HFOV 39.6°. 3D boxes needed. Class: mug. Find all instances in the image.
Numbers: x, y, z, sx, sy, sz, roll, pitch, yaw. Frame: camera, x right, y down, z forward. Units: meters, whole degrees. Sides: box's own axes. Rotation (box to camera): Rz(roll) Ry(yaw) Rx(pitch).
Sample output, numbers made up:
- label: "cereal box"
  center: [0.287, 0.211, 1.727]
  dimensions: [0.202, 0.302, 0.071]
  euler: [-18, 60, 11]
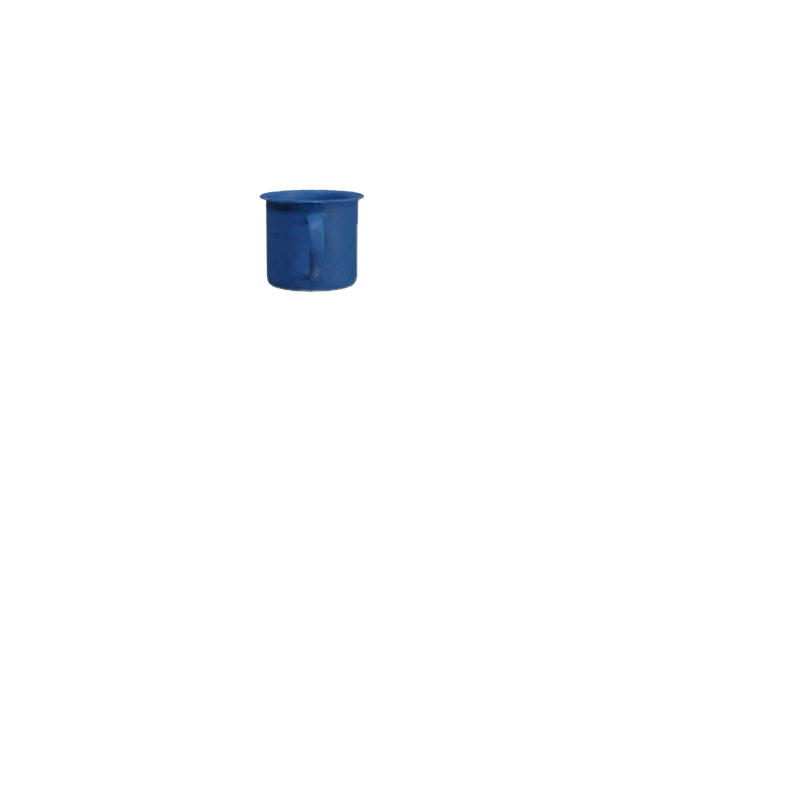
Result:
- label: "mug"
  center: [-0.077, -0.140, 0.980]
  dimensions: [0.092, 0.079, 0.122]
  euler: [-2, 14, -9]
